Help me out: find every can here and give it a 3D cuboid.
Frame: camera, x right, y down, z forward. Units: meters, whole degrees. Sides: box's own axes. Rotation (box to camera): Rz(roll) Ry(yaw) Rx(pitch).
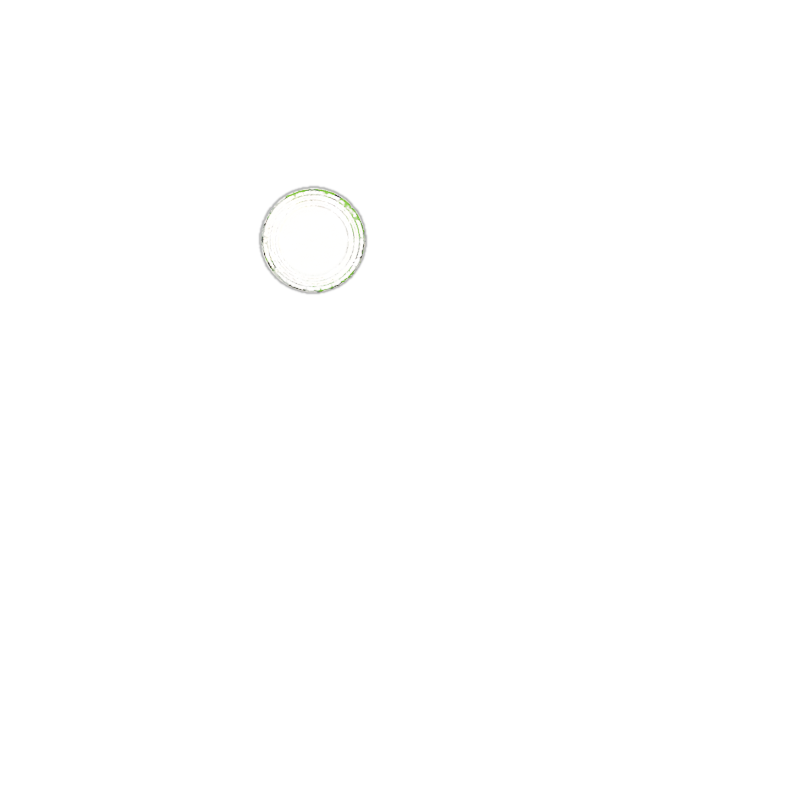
[{"bbox_3d":[-0.071,-0.130,0.912,0.086,0.087,0.033,0,-3,-1],"label":"can"}]
